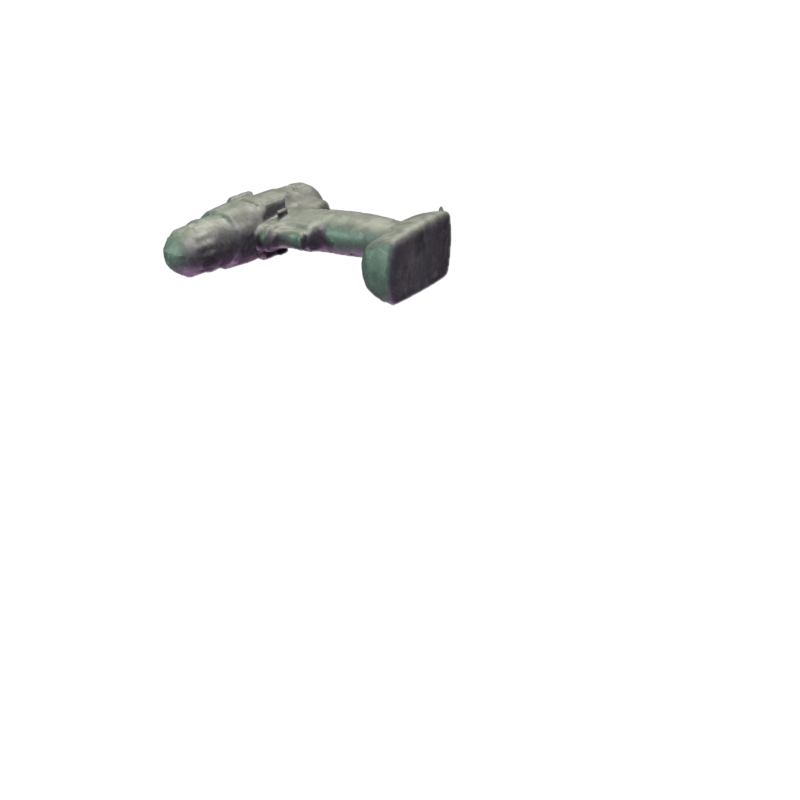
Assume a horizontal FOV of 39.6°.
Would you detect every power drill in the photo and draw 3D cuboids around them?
[{"bbox_3d":[-0.069,-0.125,0.878,0.197,0.055,0.185,16,30,29],"label":"power drill"}]
